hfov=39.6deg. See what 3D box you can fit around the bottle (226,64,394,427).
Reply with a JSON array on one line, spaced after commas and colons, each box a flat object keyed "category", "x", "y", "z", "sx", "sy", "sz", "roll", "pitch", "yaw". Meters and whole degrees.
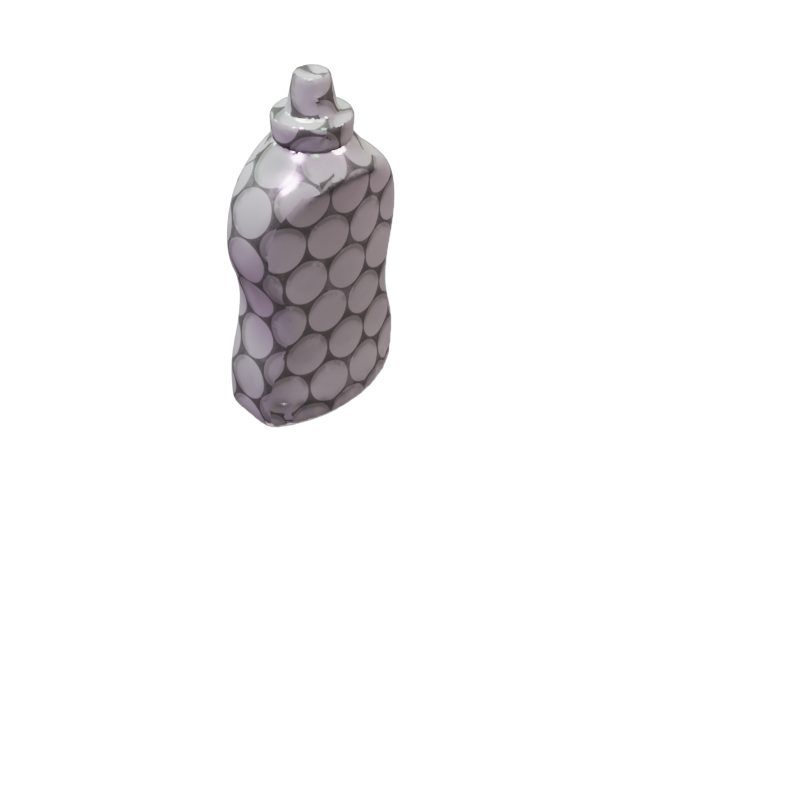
[{"category": "bottle", "x": -0.045, "y": -0.082, "z": 0.573, "sx": 0.096, "sy": 0.179, "sz": 0.062, "roll": -28, "pitch": 47, "yaw": -34}]
